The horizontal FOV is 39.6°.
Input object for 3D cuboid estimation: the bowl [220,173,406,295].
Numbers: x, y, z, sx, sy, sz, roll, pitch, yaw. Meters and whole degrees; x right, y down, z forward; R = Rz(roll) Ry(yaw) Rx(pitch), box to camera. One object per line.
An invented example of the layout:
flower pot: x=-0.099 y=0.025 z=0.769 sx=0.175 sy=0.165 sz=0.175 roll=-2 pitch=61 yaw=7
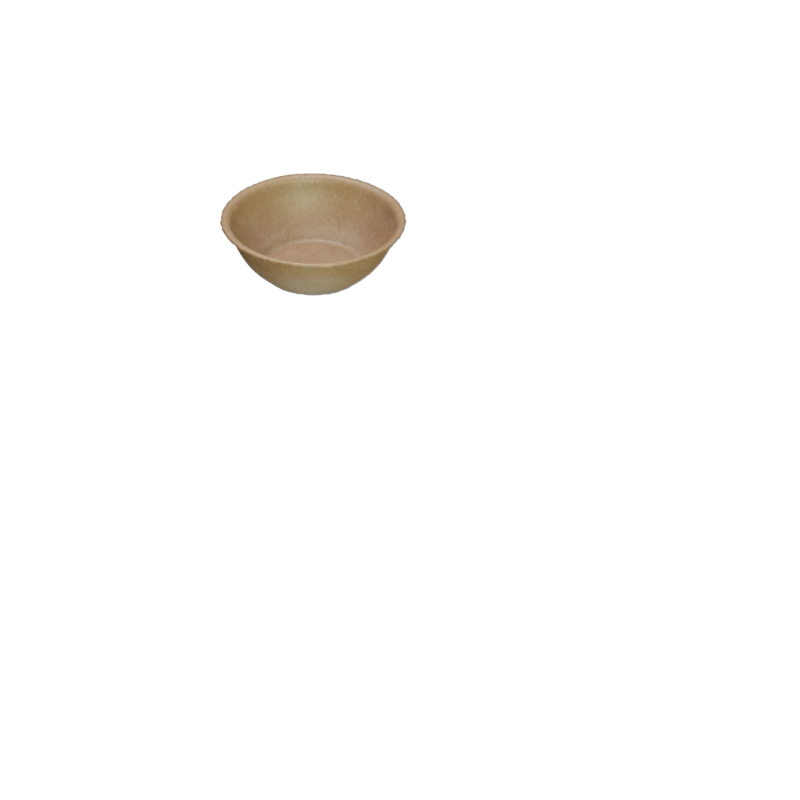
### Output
bowl: x=-0.077 y=-0.140 z=0.979 sx=0.162 sy=0.051 sz=0.173 roll=-1 pitch=37 yaw=-2
